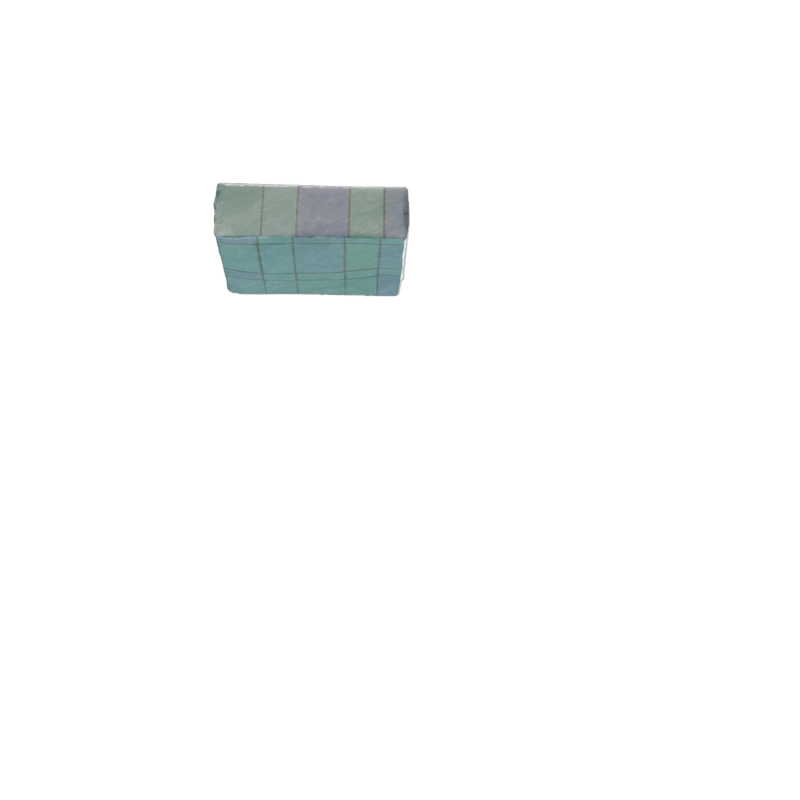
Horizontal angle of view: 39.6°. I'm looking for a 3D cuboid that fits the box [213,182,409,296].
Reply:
[{"bbox_3d":[-0.052,-0.095,0.669,0.113,0.041,0.086,0,-19,-1],"label":"box"}]
